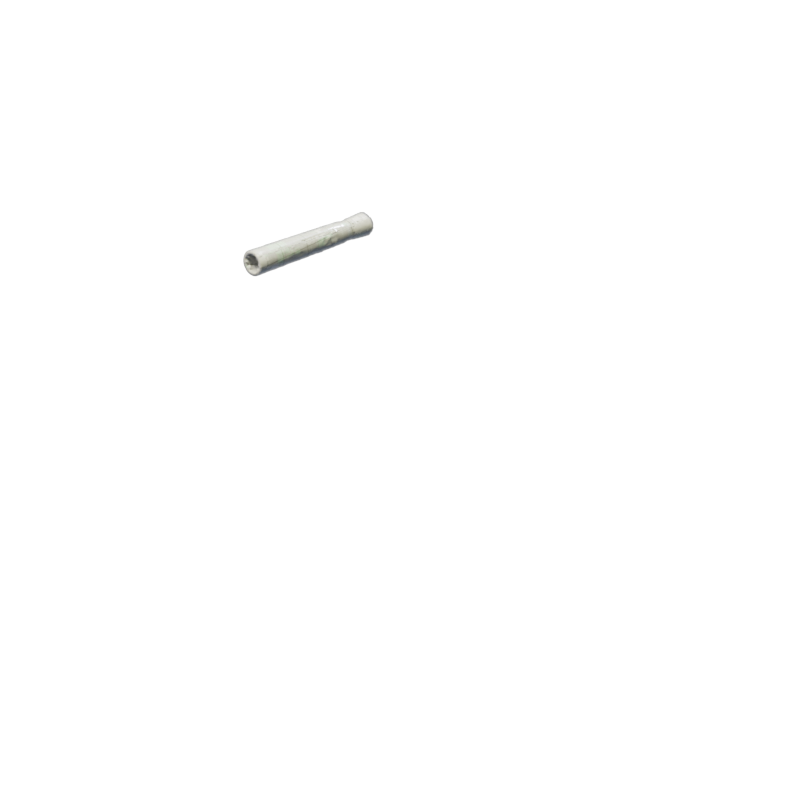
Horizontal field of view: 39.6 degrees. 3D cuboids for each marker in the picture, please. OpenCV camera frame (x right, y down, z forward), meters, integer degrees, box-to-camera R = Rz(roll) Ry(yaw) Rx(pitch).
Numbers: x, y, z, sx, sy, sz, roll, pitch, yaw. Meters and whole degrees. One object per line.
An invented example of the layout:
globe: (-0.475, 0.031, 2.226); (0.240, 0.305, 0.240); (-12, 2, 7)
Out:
marker: (-0.063, -0.115, 0.806); (0.021, 0.019, 0.120); (4, 23, 44)
